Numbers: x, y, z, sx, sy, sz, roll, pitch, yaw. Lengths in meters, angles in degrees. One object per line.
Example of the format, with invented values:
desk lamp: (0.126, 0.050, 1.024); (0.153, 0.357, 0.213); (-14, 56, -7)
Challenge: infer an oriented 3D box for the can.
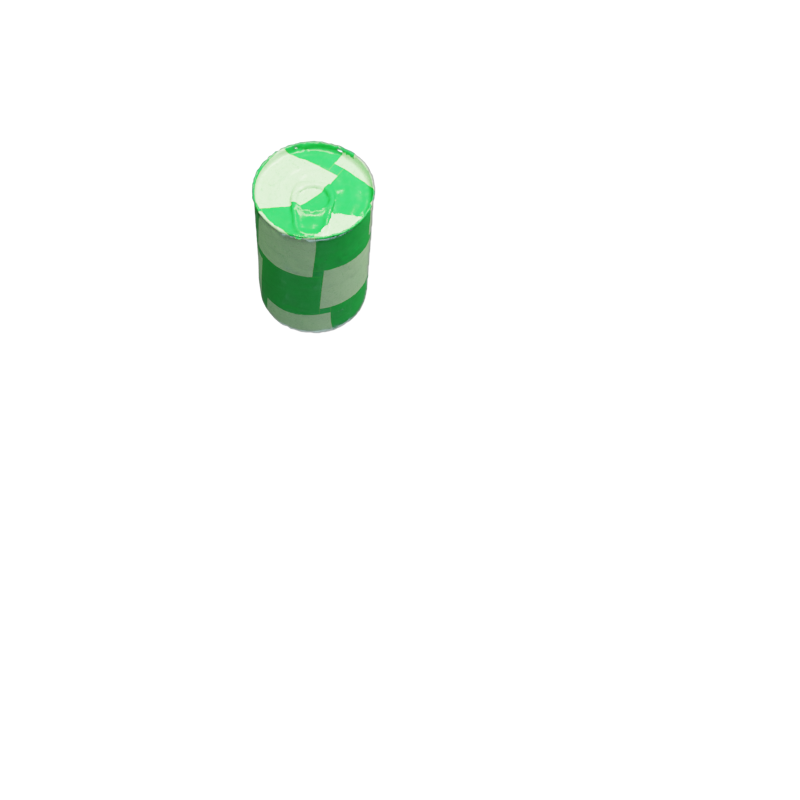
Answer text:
can: (-0.051, -0.093, 0.649); (0.068, 0.073, 0.096); (0, -31, -3)
